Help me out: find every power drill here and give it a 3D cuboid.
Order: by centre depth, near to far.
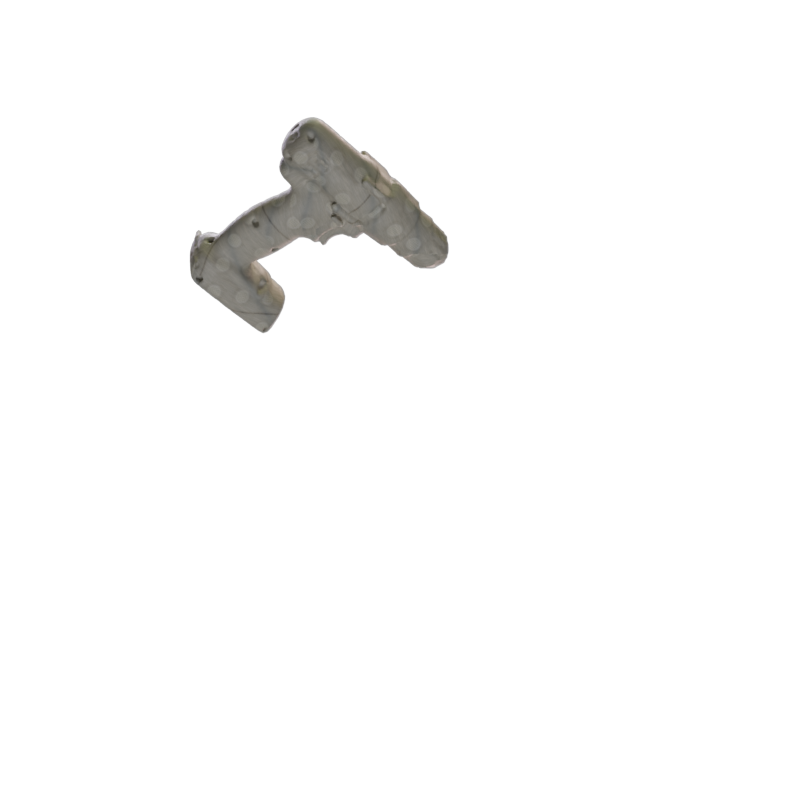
[{"bbox_3d":[-0.076,-0.138,0.965,0.186,0.061,0.174,-36,-59,25],"label":"power drill"}]
